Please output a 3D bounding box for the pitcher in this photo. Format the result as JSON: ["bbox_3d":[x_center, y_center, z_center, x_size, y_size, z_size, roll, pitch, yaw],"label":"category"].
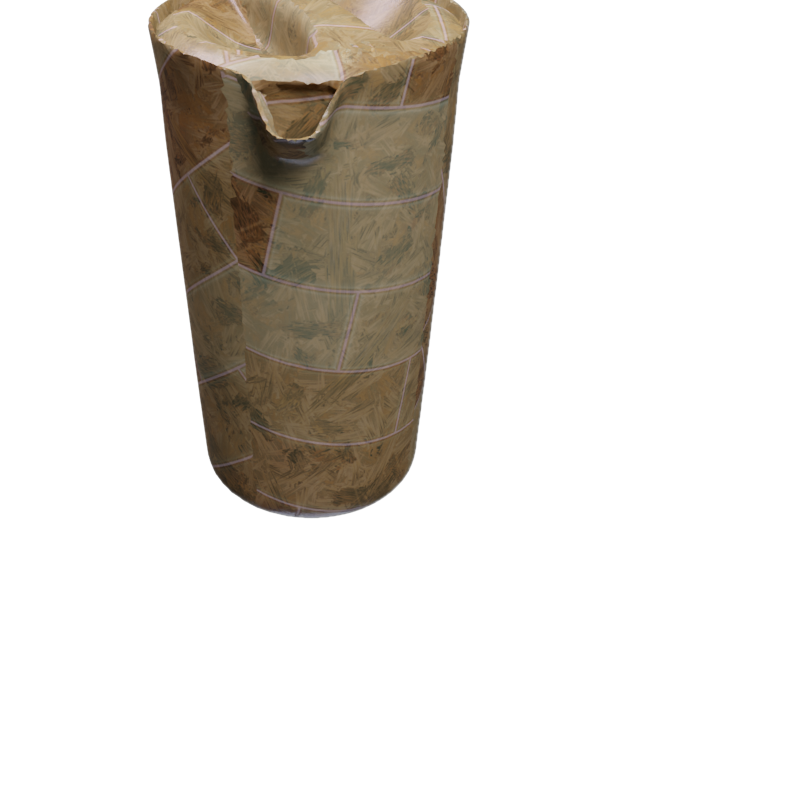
[{"bbox_3d":[-0.041,-0.075,0.528,0.148,0.228,0.155,-27,42,-37],"label":"pitcher"}]
